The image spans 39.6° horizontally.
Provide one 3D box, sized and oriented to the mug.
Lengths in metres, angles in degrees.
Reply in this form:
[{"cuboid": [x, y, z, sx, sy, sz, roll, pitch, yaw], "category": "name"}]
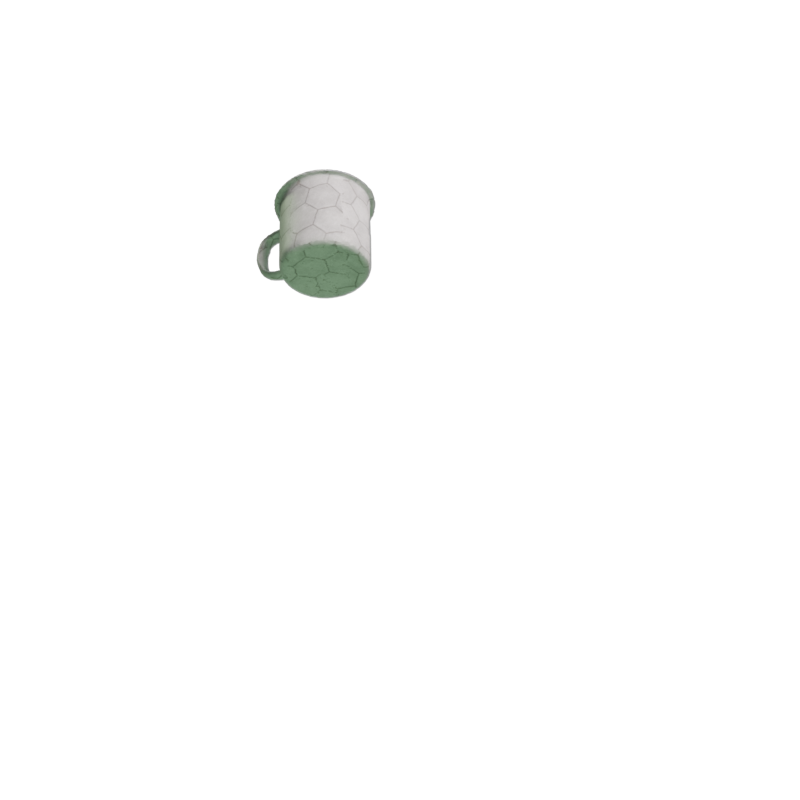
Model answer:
[{"cuboid": [-0.078, -0.142, 0.998, 0.118, 0.087, 0.086, -18, -41, 20], "category": "mug"}]
